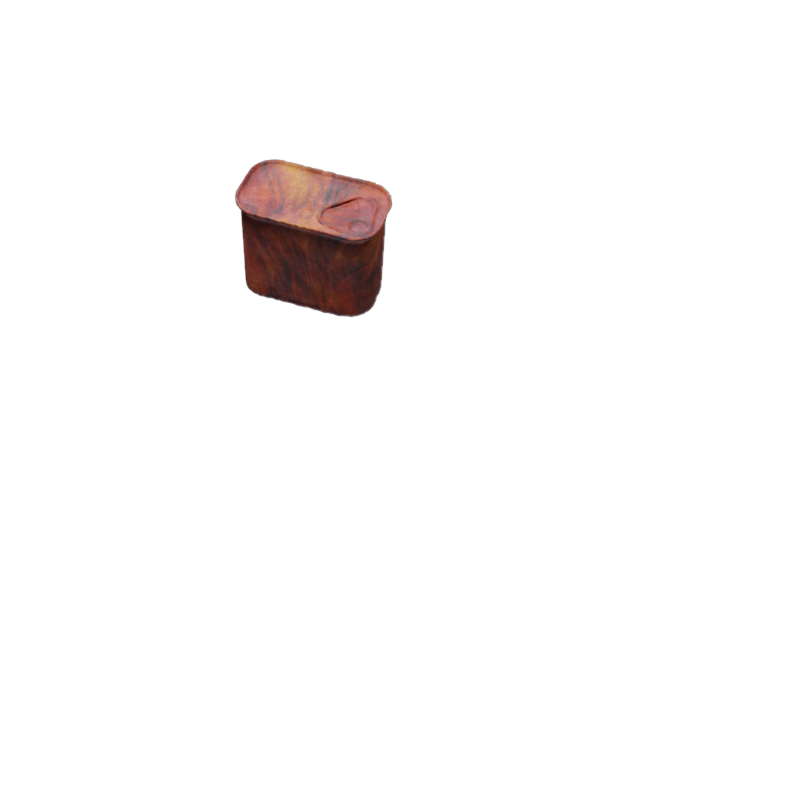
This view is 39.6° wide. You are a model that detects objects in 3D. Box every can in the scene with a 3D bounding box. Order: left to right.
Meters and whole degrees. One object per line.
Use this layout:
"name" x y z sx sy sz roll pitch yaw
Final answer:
"can" -0.060 -0.109 0.764 0.104 0.060 0.078 16 -40 12
